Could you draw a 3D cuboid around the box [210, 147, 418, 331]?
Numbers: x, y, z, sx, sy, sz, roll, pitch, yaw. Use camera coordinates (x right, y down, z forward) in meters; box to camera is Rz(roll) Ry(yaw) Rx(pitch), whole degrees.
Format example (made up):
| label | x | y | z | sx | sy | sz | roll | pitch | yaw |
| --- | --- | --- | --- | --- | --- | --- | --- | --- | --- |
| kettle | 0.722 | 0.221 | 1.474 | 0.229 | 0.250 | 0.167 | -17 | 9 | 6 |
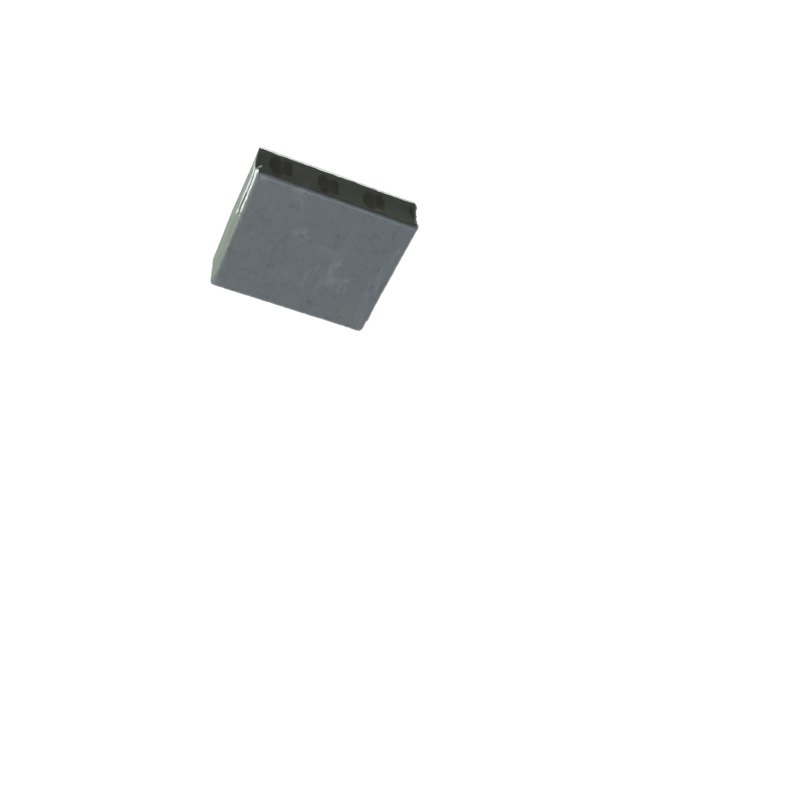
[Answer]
| label | x | y | z | sx | sy | sz | roll | pitch | yaw |
| --- | --- | --- | --- | --- | --- | --- | --- | --- | --- |
| box | -0.045 | -0.082 | 0.577 | 0.087 | 0.070 | 0.032 | 18 | 34 | -13 |
